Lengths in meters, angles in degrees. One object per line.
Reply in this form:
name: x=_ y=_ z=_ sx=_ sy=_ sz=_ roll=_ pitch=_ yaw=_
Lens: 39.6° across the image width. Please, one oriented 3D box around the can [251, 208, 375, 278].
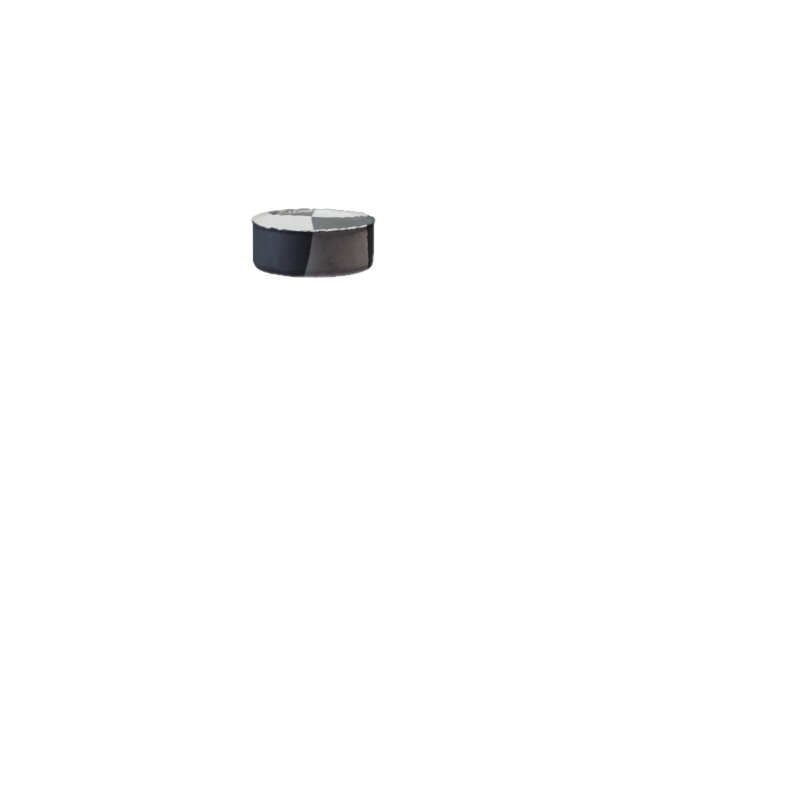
can: x=-0.060 y=-0.110 z=0.769 sx=0.086 sy=0.032 sz=0.089 roll=-1 pitch=18 yaw=-2
